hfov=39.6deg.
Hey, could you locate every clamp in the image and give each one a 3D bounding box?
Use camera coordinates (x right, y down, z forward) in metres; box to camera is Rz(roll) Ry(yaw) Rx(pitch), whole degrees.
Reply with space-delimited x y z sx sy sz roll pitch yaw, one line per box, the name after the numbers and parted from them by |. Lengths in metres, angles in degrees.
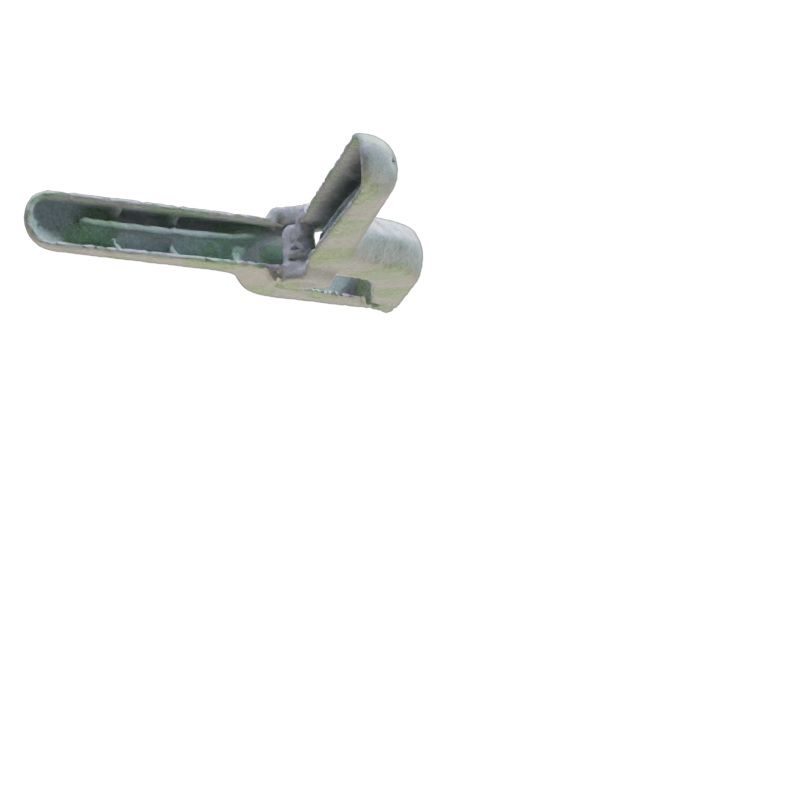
-0.040 -0.072 0.506 0.169 0.037 0.199 -4 -8 30 | clamp
